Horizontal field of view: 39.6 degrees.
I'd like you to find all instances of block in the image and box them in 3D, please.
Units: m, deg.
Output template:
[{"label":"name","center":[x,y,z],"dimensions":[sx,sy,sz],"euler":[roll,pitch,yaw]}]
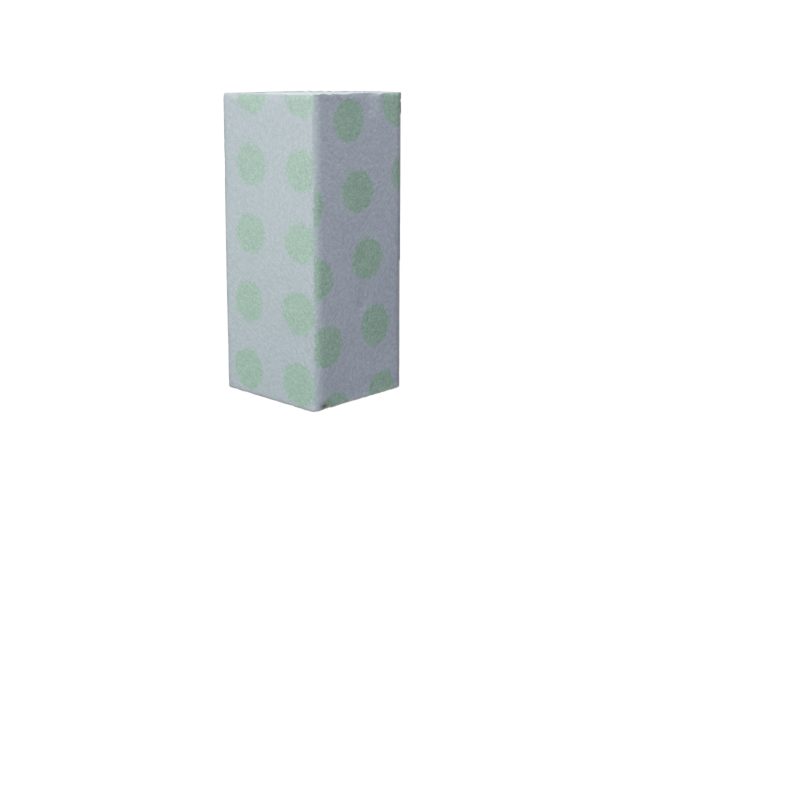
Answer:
[{"label":"block","center":[-0.061,-0.109,0.767],"dimensions":[0.095,0.201,0.088],"euler":[10,14,42]}]
